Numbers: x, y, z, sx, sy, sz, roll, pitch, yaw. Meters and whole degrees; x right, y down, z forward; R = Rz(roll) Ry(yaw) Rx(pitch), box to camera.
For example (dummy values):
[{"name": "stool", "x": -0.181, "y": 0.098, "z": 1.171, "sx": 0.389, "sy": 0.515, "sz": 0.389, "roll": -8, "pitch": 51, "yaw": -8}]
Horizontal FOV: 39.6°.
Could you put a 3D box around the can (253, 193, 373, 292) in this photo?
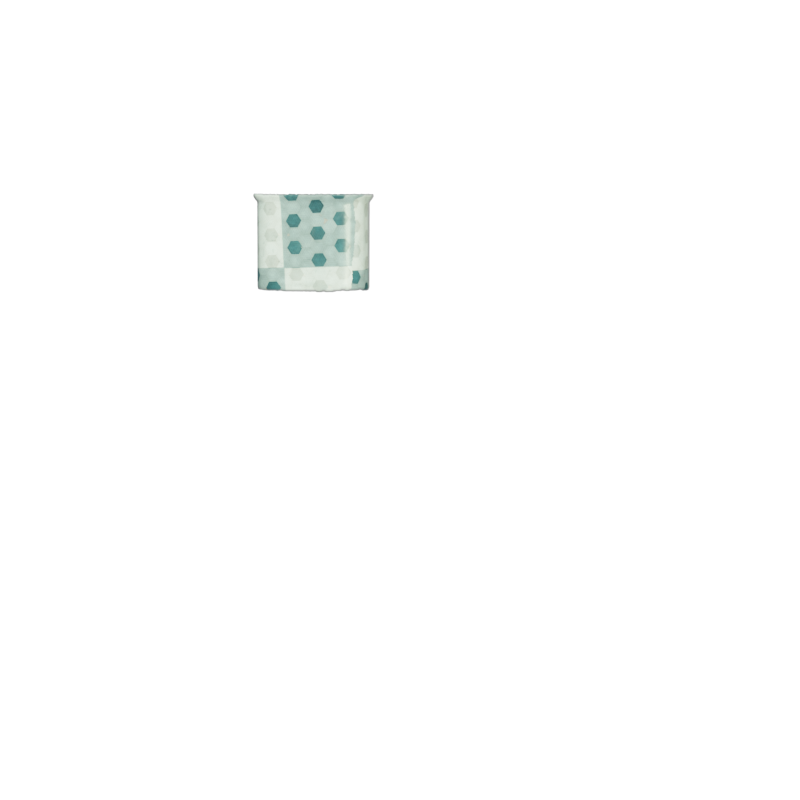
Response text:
[{"name": "can", "x": -0.075, "y": -0.138, "z": 0.964, "sx": 0.104, "sy": 0.083, "sz": 0.057, "roll": 2, "pitch": 5, "yaw": 17}]
